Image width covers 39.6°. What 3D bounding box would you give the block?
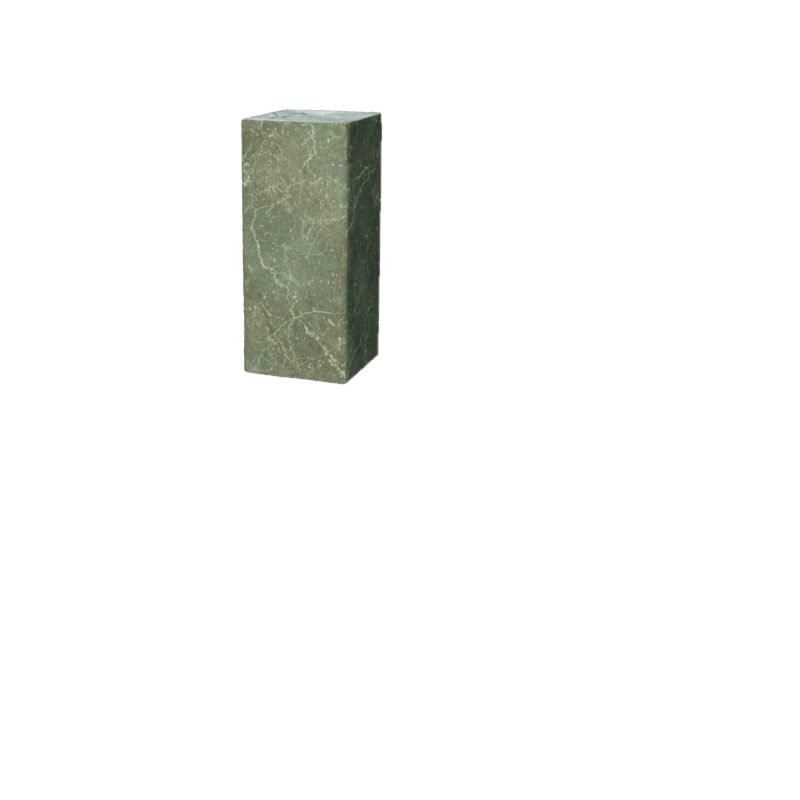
[{"bbox_3d":[-0.070,-0.129,0.901,0.093,0.200,0.091,5,14,19],"label":"block"}]
